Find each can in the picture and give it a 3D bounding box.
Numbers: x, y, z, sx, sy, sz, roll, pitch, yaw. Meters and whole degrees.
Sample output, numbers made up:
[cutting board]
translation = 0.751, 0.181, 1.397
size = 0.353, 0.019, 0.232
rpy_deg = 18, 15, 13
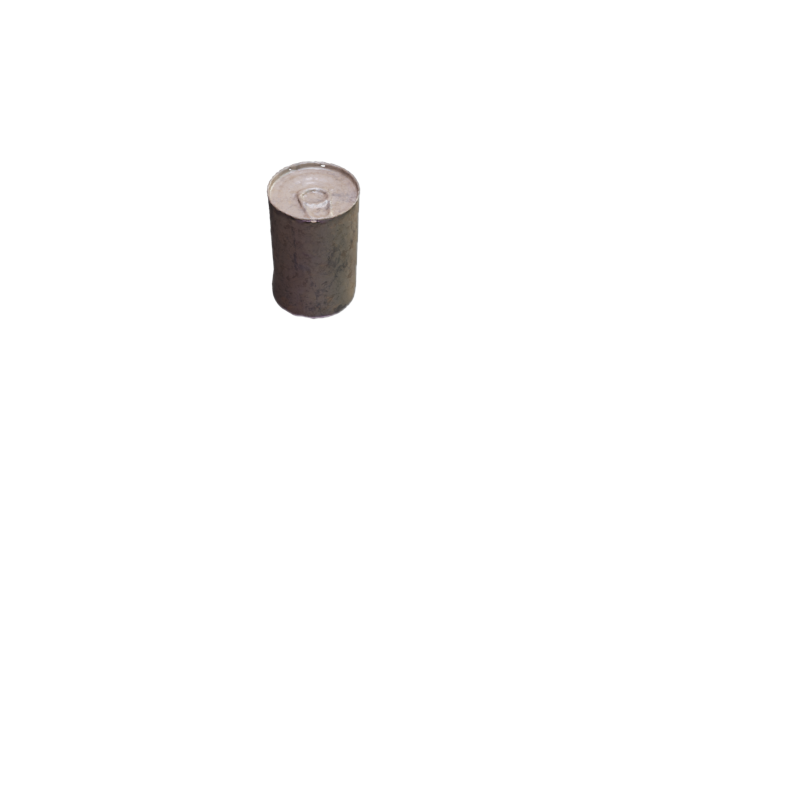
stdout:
[can]
translation = -0.066, -0.120, 0.838
size = 0.068, 0.095, 0.074
rpy_deg = 0, 45, -3
